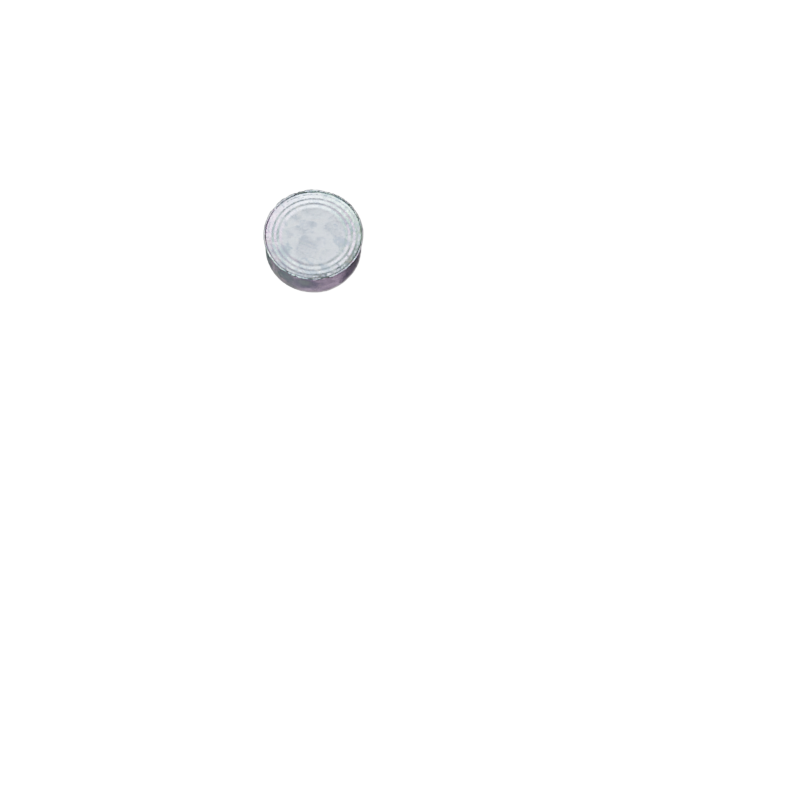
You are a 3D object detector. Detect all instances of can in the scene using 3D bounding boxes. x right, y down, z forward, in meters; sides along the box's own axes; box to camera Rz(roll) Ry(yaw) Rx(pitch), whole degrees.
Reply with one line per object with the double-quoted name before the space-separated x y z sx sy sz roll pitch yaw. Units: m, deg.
"can" -0.075 -0.138 0.964 0.086 0.091 0.032 -1 -24 -1
